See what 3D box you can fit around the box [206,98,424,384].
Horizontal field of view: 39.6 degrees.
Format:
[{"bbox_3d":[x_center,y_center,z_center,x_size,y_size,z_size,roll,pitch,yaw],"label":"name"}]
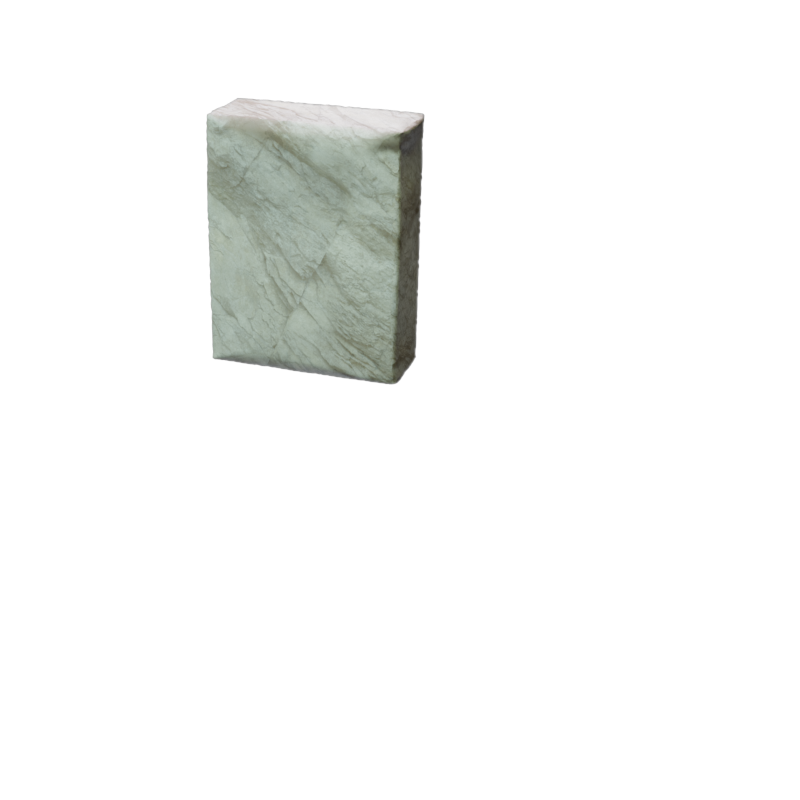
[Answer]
[{"bbox_3d":[-0.070,-0.128,0.900,0.169,0.204,0.073,9,23,18],"label":"box"}]
